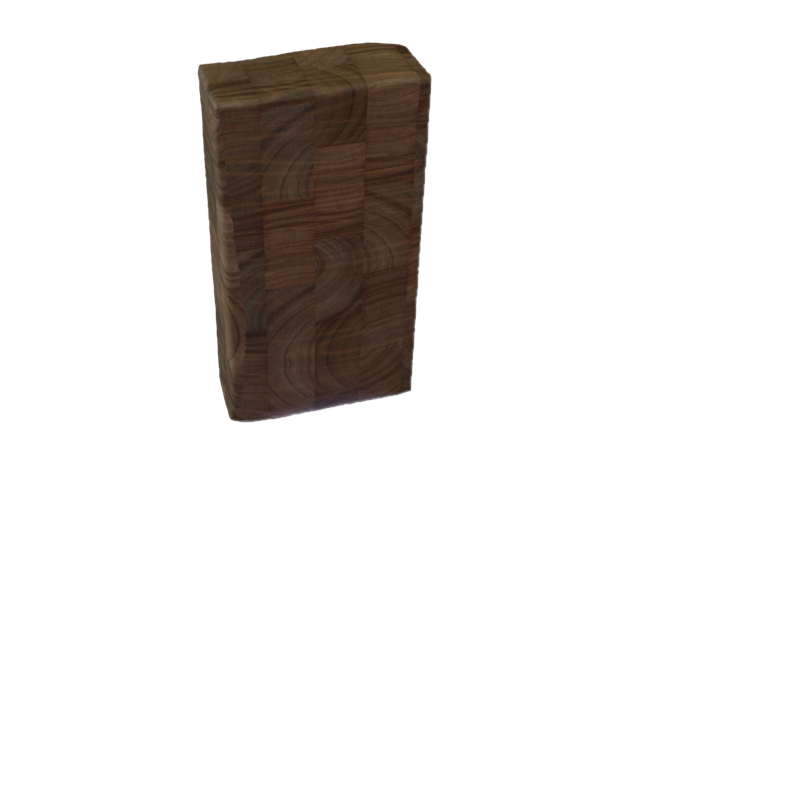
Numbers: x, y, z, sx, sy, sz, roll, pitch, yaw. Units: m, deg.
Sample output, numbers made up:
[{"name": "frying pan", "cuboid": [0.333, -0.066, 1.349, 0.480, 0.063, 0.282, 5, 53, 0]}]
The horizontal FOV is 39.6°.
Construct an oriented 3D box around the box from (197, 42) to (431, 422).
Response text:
[{"name": "box", "cuboid": [-0.039, -0.072, 0.505, 0.092, 0.165, 0.052, -9, 38, -15]}]
